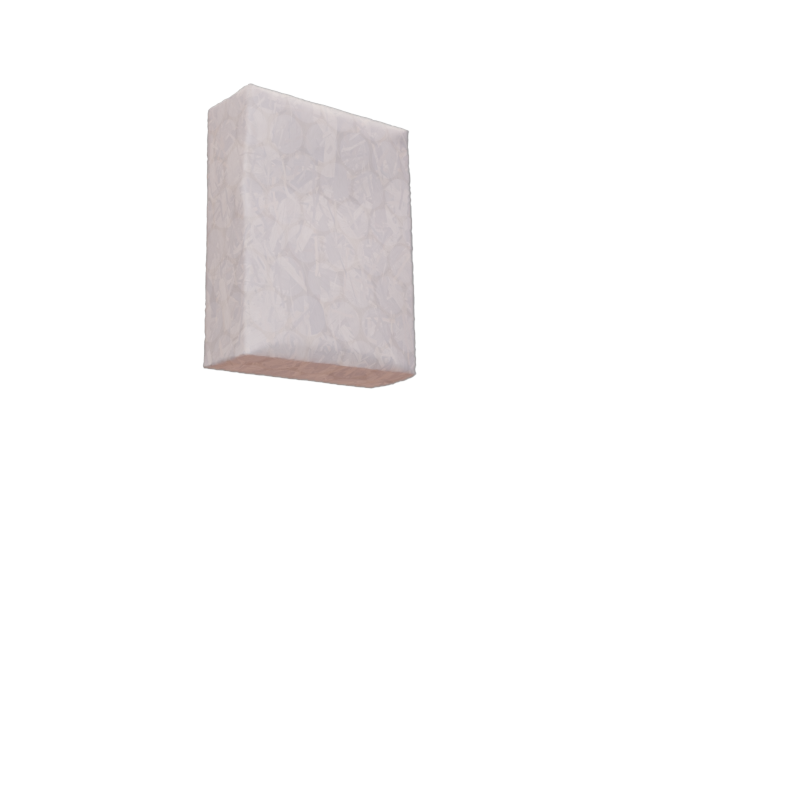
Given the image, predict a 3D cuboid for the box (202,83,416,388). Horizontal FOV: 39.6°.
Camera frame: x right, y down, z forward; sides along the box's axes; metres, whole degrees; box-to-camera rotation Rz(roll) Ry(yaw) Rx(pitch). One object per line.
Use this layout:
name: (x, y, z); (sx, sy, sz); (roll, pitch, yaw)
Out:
box: (-0.069, -0.125, 0.876); (0.156, 0.222, 0.072); (10, -19, -36)
